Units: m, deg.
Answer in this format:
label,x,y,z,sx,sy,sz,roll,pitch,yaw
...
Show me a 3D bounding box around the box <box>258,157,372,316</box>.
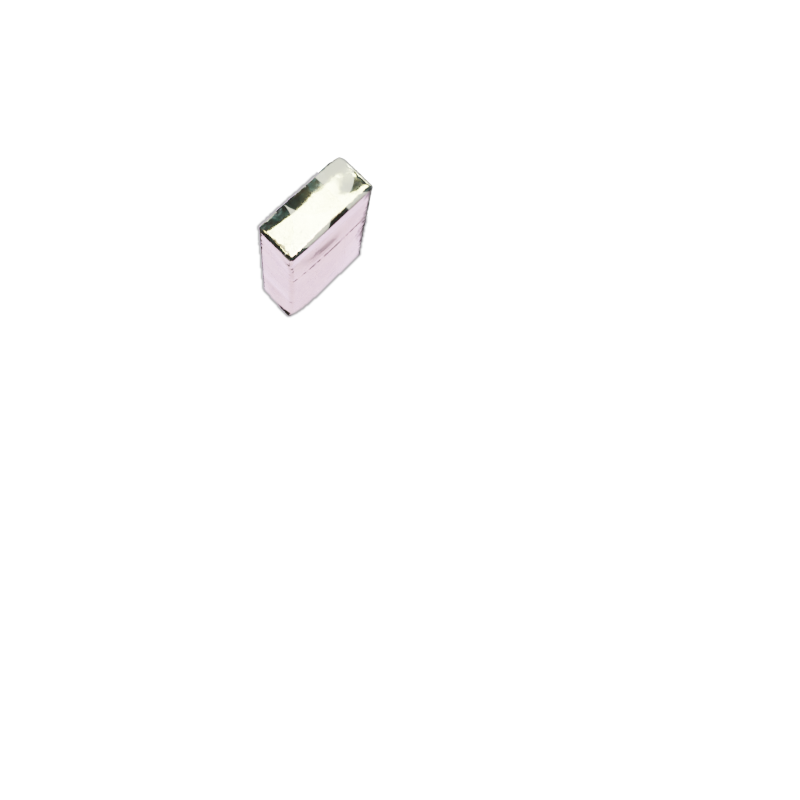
label,x,y,z,sx,sy,sz,roll,pitch,yaw
box,-0.075,-0.136,0.951,0.094,0.049,0.170,-44,-7,-13
